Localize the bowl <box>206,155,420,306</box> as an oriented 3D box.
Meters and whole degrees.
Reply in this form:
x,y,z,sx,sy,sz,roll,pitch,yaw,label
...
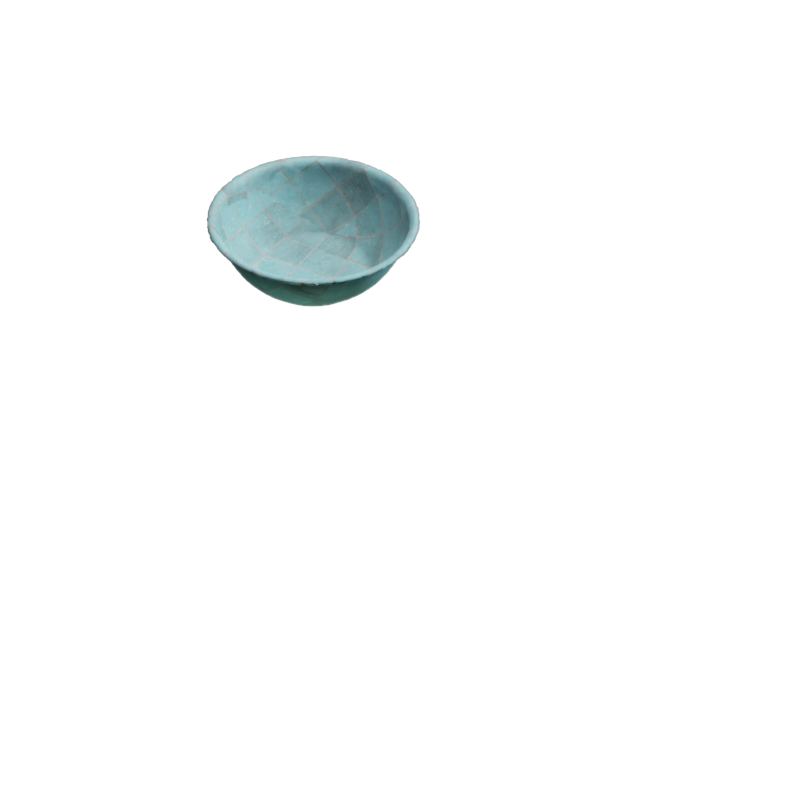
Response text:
x,y,z,sx,sy,sz,roll,pitch,yaw,label
-0.067,-0.122,0.857,0.162,0.051,0.174,-1,43,-1,bowl
